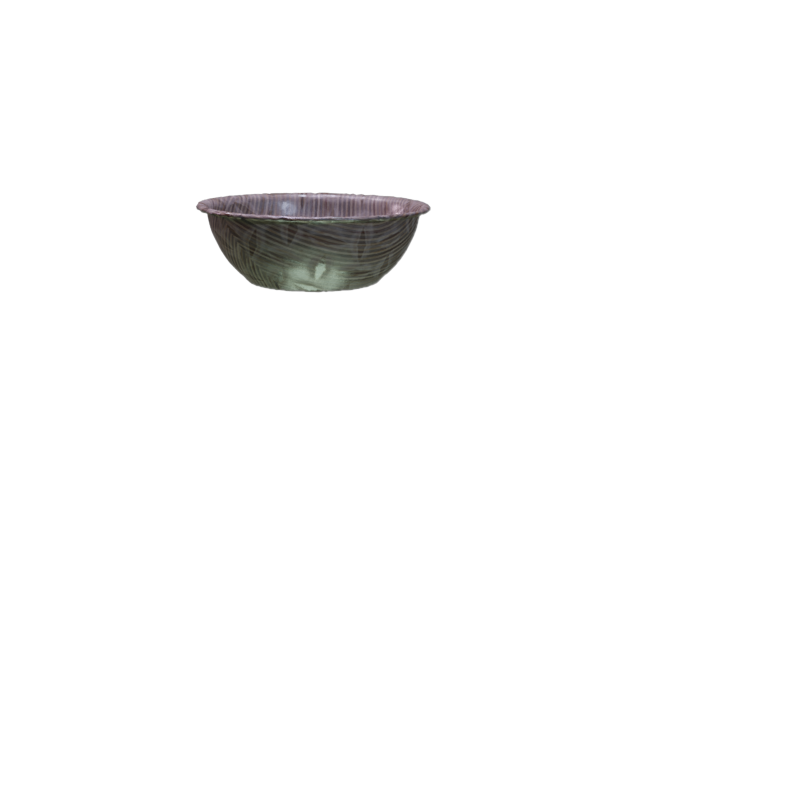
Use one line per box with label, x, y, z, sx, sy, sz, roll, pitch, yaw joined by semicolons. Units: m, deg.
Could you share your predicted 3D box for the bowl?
bowl;-0.060;-0.110;0.767;0.162;0.054;0.167;0;15;-2
